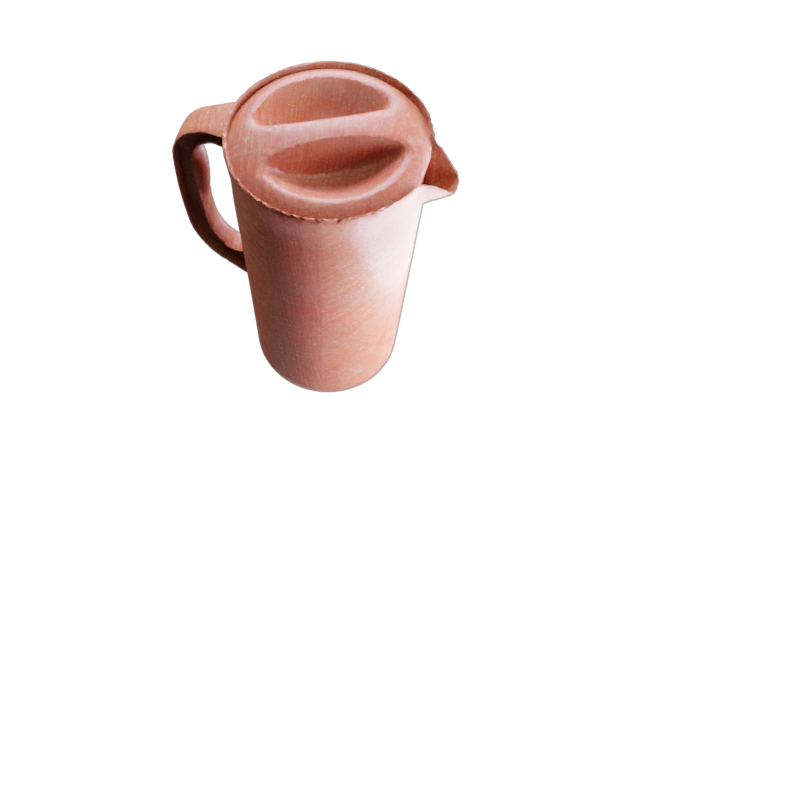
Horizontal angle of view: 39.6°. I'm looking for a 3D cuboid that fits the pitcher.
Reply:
[{"bbox_3d":[-0.061,-0.111,0.779,0.144,0.160,0.228,-25,-28,-18],"label":"pitcher"}]
